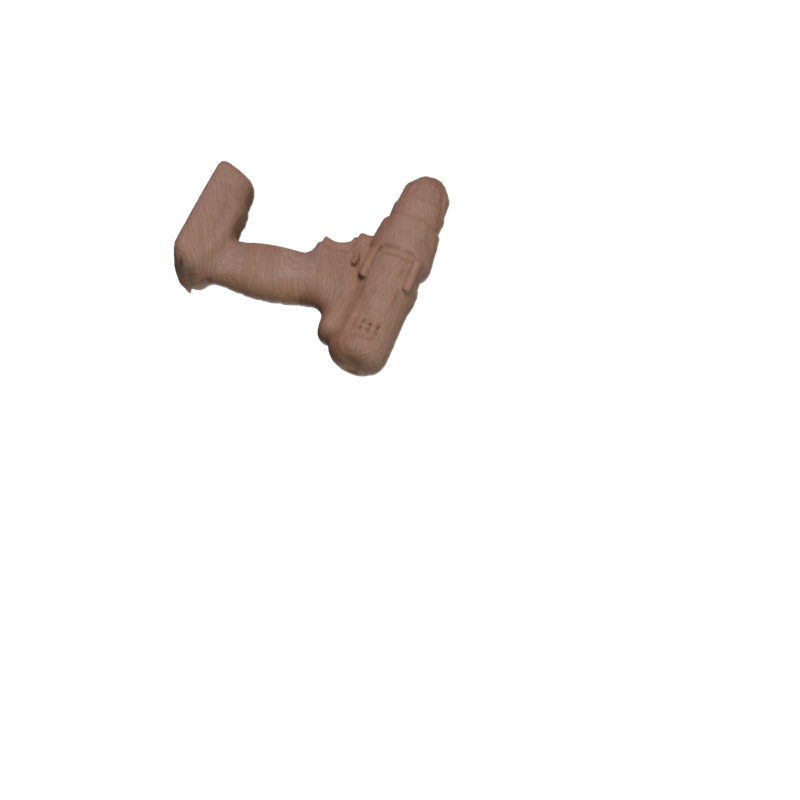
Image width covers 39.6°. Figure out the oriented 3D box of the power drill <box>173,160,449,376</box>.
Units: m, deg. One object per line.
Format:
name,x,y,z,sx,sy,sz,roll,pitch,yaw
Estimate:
power drill,-0.068,-0.124,0.866,0.192,0.193,0.054,17,-33,11
